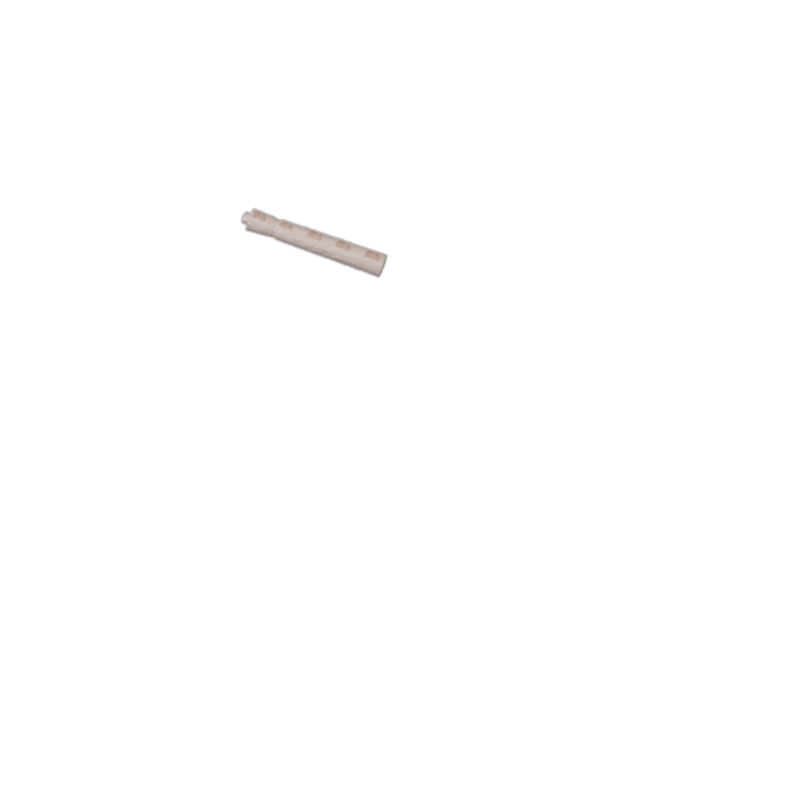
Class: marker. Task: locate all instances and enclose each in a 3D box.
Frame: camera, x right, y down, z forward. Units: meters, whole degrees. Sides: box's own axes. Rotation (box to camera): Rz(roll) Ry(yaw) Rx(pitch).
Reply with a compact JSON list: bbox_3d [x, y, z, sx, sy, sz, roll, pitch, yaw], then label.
[{"bbox_3d":[-0.070,-0.128,0.900,0.122,0.020,0.020,20,5,6],"label":"marker"}]
